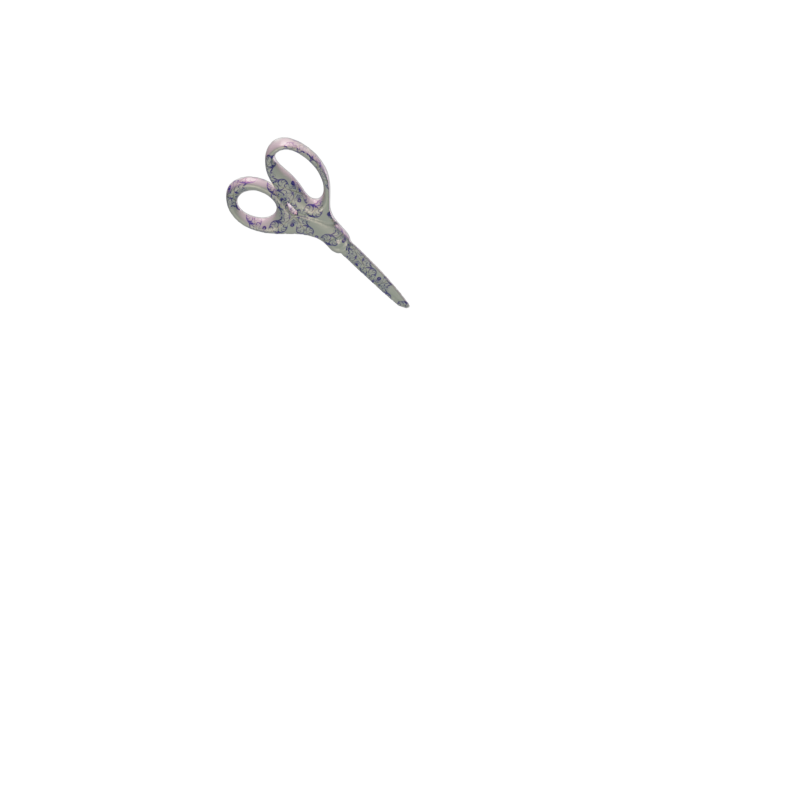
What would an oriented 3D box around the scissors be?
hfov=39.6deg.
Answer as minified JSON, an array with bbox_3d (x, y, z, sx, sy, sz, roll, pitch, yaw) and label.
[{"bbox_3d":[-0.073,-0.133,0.934,0.097,0.187,0.017,-19,37,15],"label":"scissors"}]
